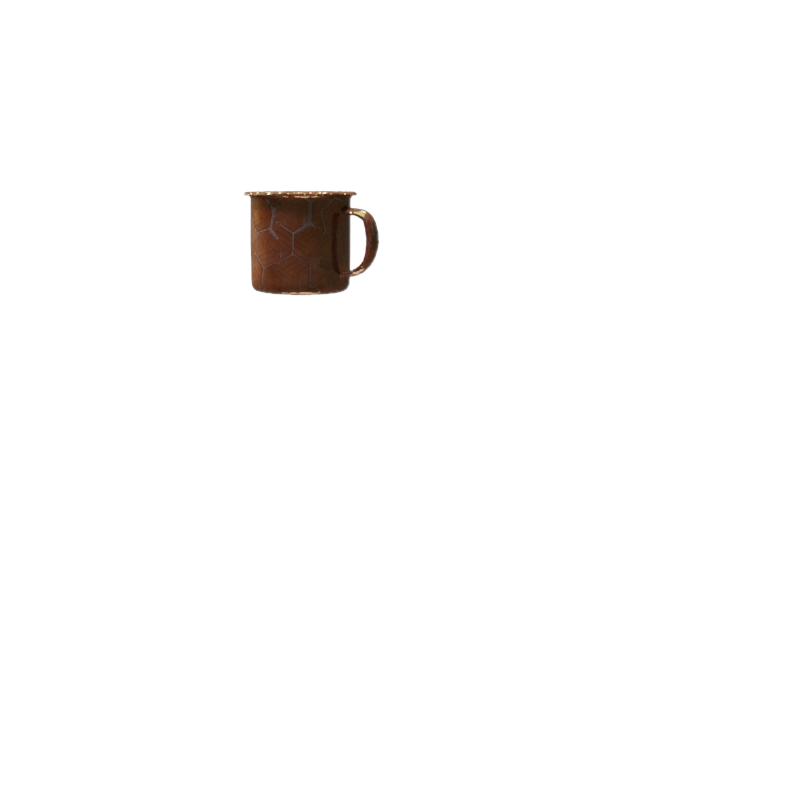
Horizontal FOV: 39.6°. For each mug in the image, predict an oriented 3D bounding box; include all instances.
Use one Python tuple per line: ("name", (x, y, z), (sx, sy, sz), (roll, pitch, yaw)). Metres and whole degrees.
("mug", (-0.071, -0.129, 0.906), (0.121, 0.080, 0.091), (5, 9, 26))
